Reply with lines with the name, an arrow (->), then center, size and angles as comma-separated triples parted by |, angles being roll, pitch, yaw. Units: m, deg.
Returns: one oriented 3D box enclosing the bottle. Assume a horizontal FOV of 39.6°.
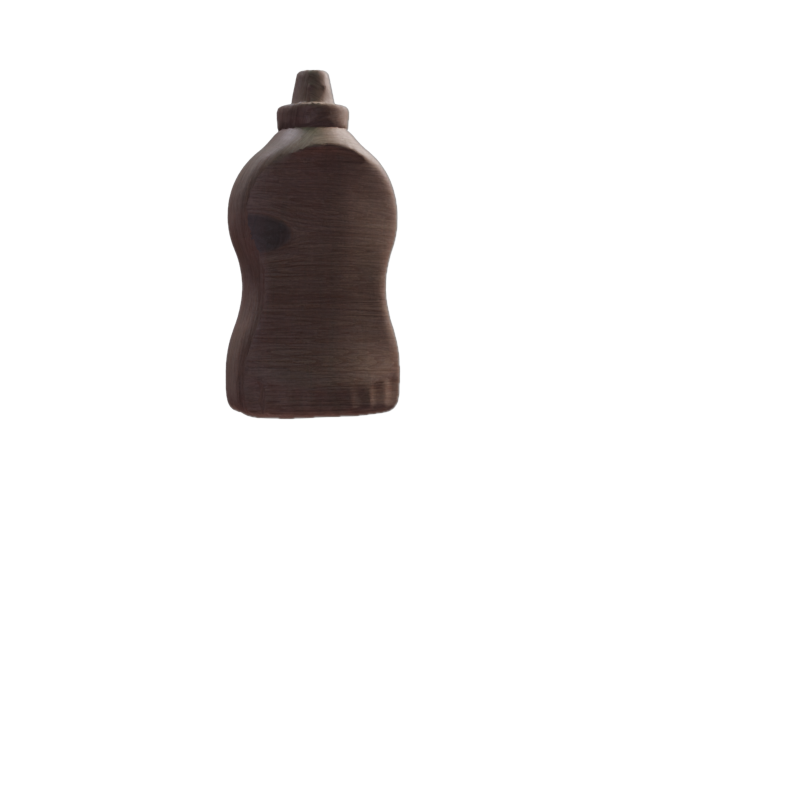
bottle -> -0.049, -0.089, 0.622 | 0.094, 0.192, 0.060 | 0, -1, -19
